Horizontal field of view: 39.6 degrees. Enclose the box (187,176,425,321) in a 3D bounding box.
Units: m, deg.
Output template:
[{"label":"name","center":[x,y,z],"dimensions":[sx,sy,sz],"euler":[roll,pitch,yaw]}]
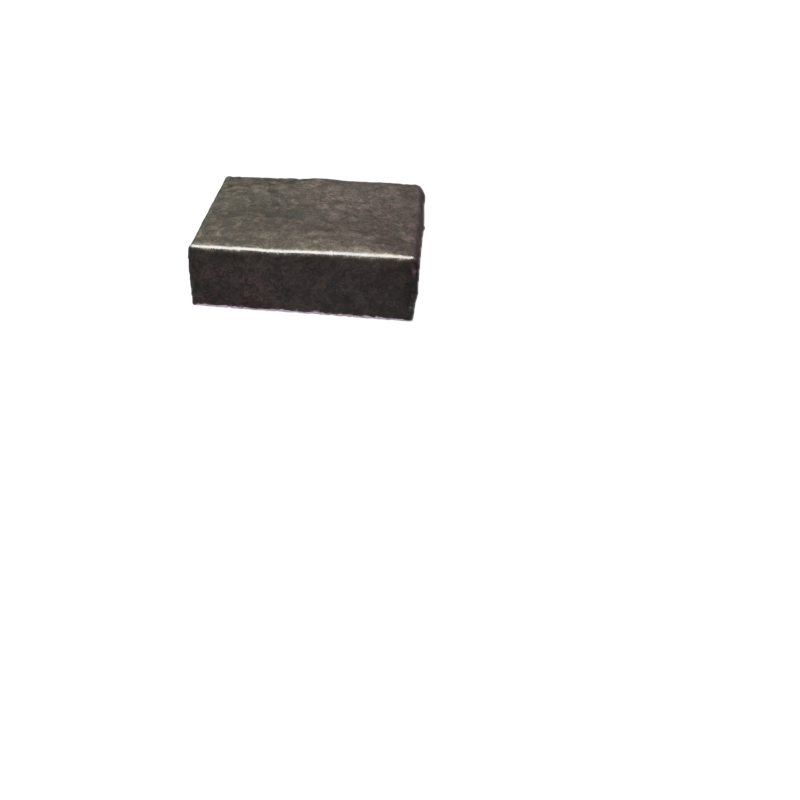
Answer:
[{"label":"box","center":[-0.035,-0.065,0.454],"dimensions":[0.090,0.028,0.077],"euler":[3,31,5]}]
